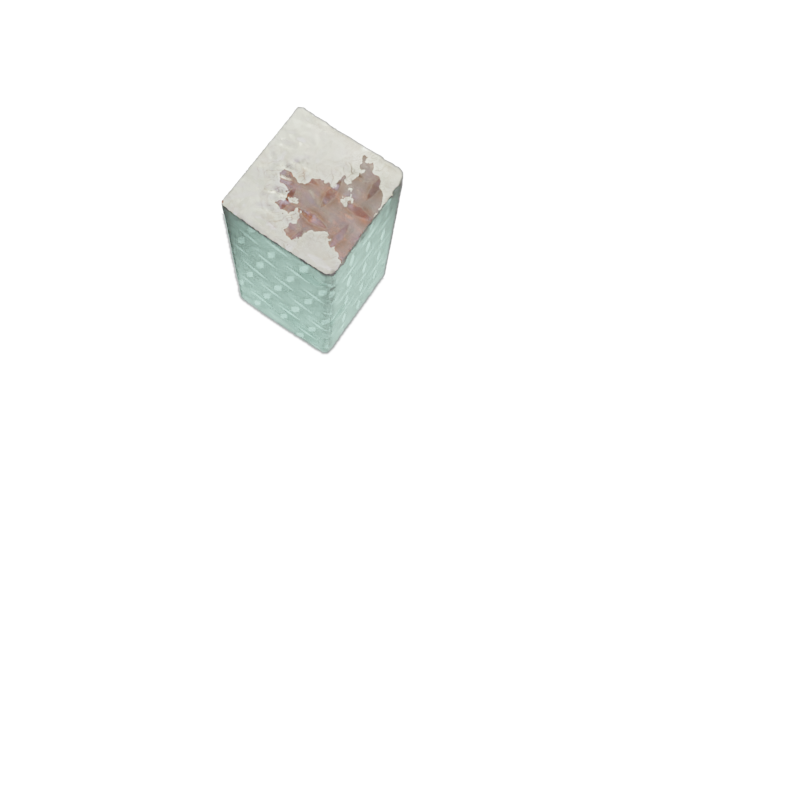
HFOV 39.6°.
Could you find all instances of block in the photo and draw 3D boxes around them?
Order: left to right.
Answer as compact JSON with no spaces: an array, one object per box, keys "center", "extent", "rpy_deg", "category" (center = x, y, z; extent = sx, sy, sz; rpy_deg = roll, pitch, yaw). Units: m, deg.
[{"center":[-0.064,-0.116,0.819],"extent":[0.092,0.092,0.199],"rpy_deg":[34,-14,5],"category":"block"}]
